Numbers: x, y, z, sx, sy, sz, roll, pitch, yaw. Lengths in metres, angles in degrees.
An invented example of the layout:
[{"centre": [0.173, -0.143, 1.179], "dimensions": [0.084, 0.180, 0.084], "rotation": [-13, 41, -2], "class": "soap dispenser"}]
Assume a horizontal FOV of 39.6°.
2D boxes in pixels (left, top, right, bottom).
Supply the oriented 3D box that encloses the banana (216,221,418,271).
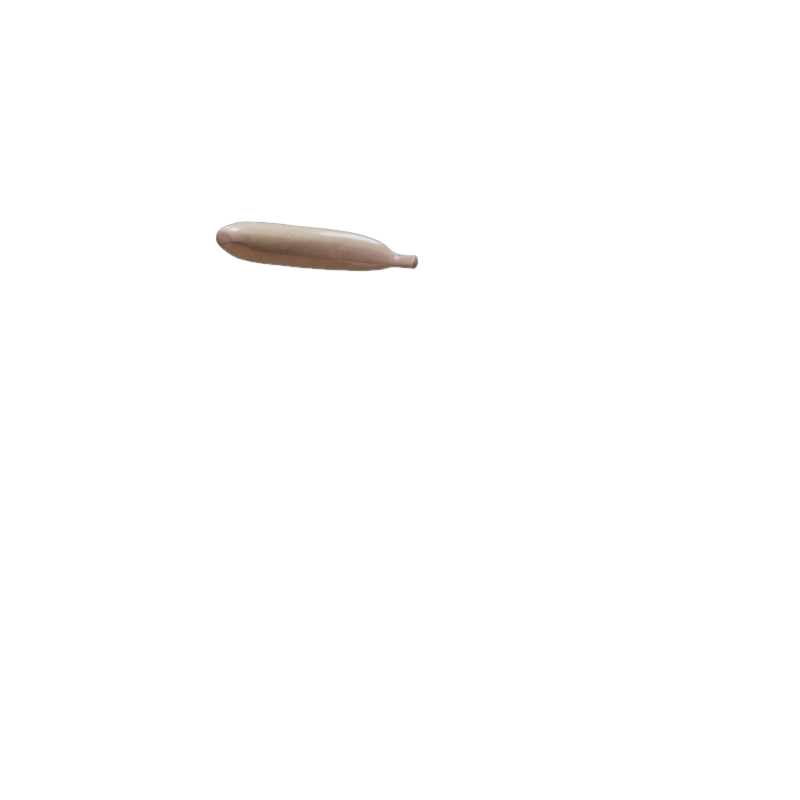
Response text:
[{"centre": [-0.082, -0.136, 0.972], "dimensions": [0.190, 0.037, 0.071], "rotation": [1, -3, -32], "class": "banana"}]
